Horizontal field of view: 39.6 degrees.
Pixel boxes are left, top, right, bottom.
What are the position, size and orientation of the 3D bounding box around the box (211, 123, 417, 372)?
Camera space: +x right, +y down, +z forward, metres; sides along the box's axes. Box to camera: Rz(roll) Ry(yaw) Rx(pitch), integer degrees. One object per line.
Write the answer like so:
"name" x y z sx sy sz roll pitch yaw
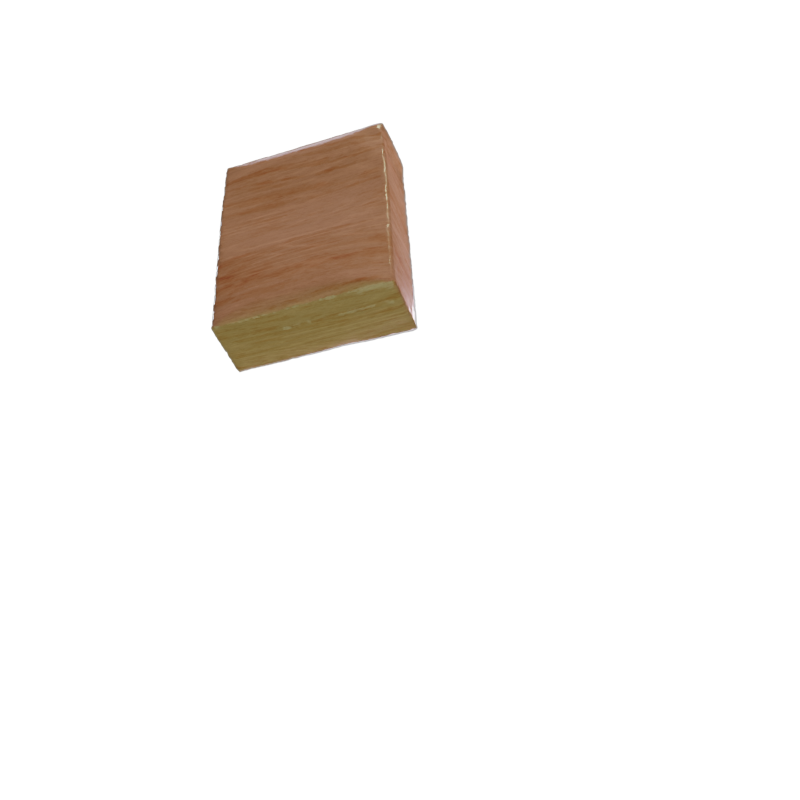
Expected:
"box" -0.078 -0.142 0.995 0.165 0.230 0.066 -14 -43 12
